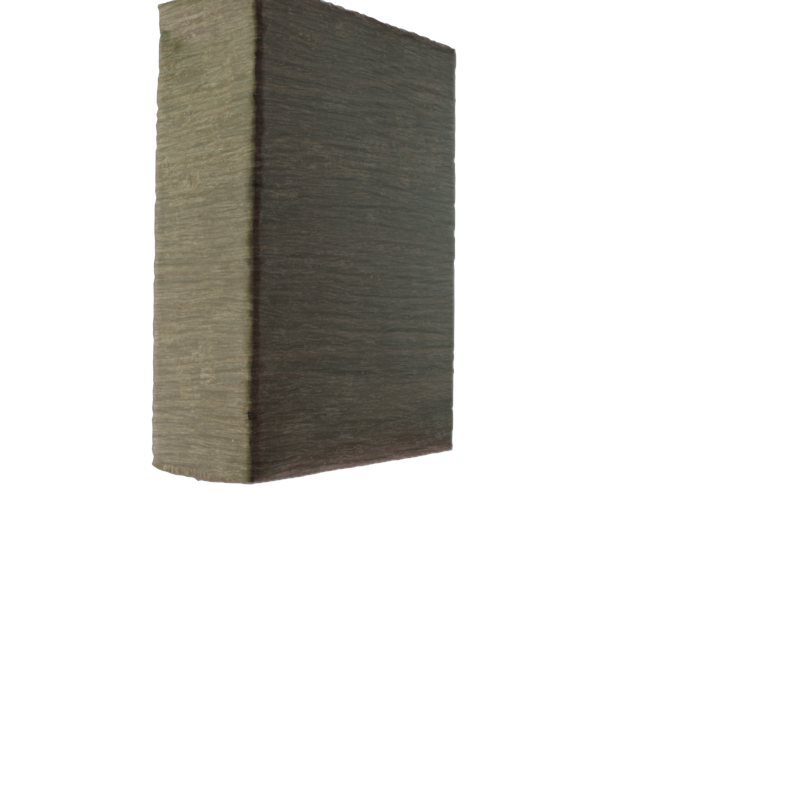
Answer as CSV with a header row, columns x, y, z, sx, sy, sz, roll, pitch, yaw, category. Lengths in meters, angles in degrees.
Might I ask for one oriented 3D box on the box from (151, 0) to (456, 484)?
x,y,z,sx,sy,sz,roll,pitch,yaw,category
-0.042,-0.077,0.538,0.074,0.216,0.158,-2,-2,35,box
